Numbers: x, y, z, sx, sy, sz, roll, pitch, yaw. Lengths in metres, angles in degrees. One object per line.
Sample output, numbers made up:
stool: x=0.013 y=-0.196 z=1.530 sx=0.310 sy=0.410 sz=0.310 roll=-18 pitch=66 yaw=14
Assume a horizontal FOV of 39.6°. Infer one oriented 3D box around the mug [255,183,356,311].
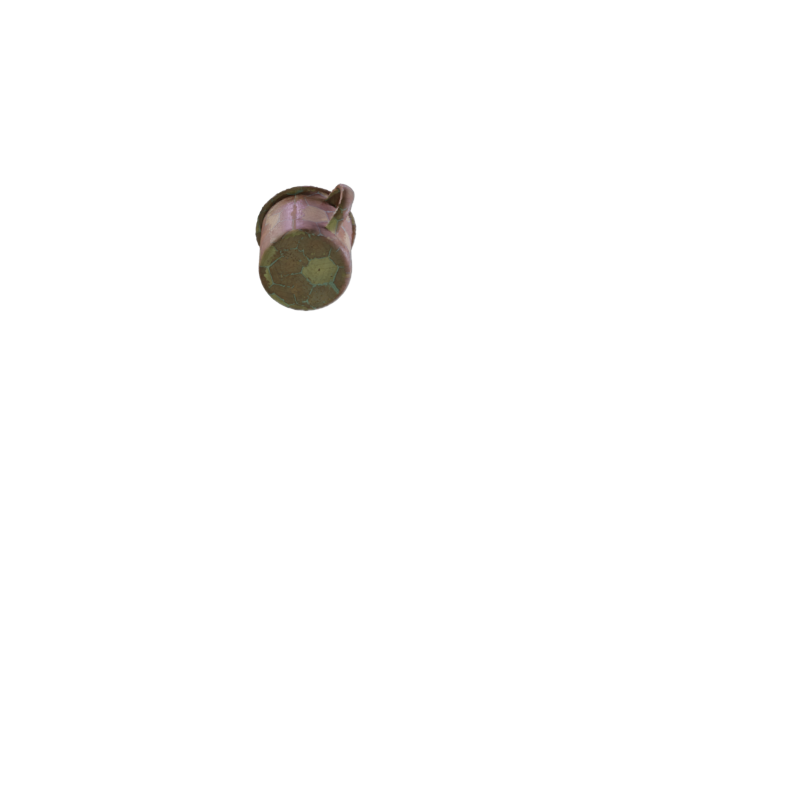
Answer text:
mug: x=-0.077 y=-0.140 z=0.983 sx=0.089 sy=0.115 sz=0.087 roll=33 pitch=25 yaw=-20
